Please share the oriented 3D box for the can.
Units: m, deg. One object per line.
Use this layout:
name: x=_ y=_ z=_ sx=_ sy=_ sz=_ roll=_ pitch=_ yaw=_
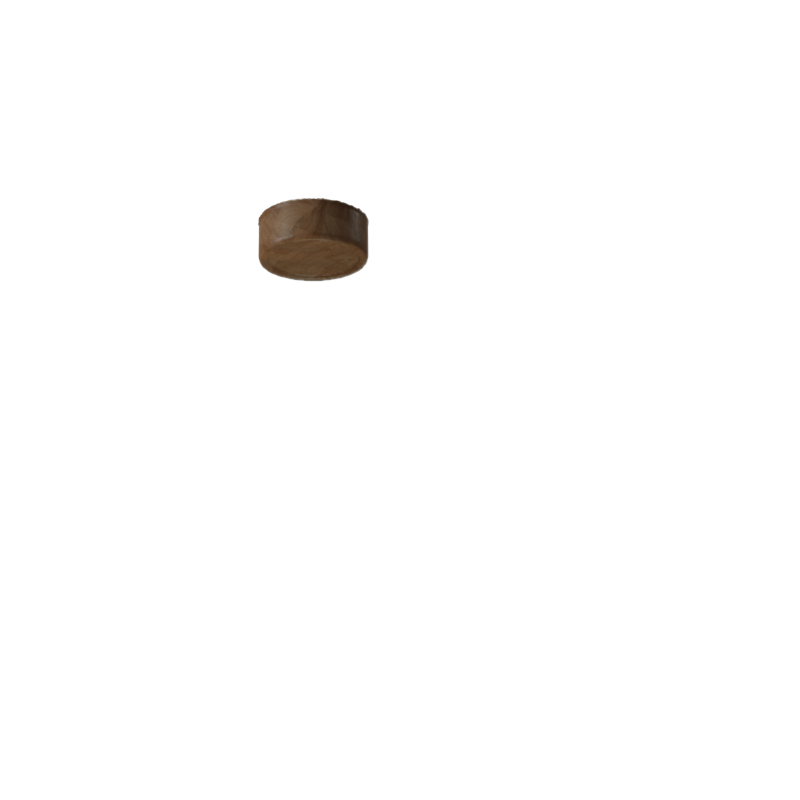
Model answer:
can: x=-0.067 y=-0.122 z=0.852 sx=0.086 sy=0.035 sz=0.082 roll=0 pitch=-18 yaw=-2
